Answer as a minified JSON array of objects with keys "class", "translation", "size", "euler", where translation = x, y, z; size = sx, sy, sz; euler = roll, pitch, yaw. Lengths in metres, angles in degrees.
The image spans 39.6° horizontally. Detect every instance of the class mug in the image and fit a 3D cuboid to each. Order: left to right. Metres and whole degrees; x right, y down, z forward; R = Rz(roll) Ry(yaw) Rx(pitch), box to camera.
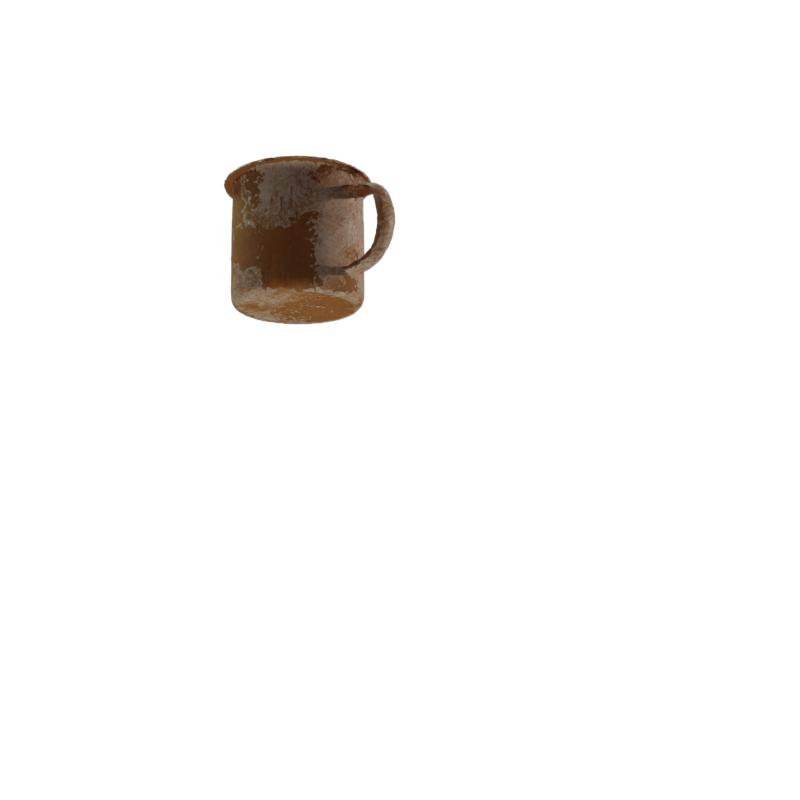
[{"class":"mug","translation":[-0.053,-0.097,0.678],"size":[0.120,0.085,0.088],"euler":[-10,-18,33]}]
